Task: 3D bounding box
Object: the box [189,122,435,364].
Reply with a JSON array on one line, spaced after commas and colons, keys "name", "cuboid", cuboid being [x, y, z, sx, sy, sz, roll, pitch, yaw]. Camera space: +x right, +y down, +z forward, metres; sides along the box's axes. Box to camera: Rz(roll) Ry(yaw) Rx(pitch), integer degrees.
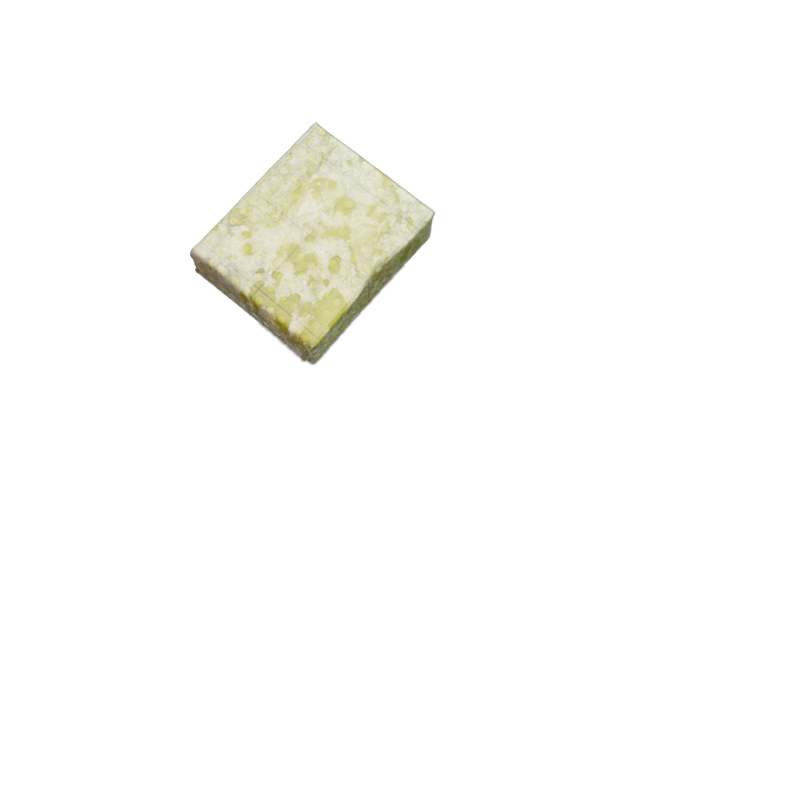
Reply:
[{"name": "box", "cuboid": [-0.040, -0.072, 0.507, 0.076, 0.091, 0.029, 38, -18, 14]}]
